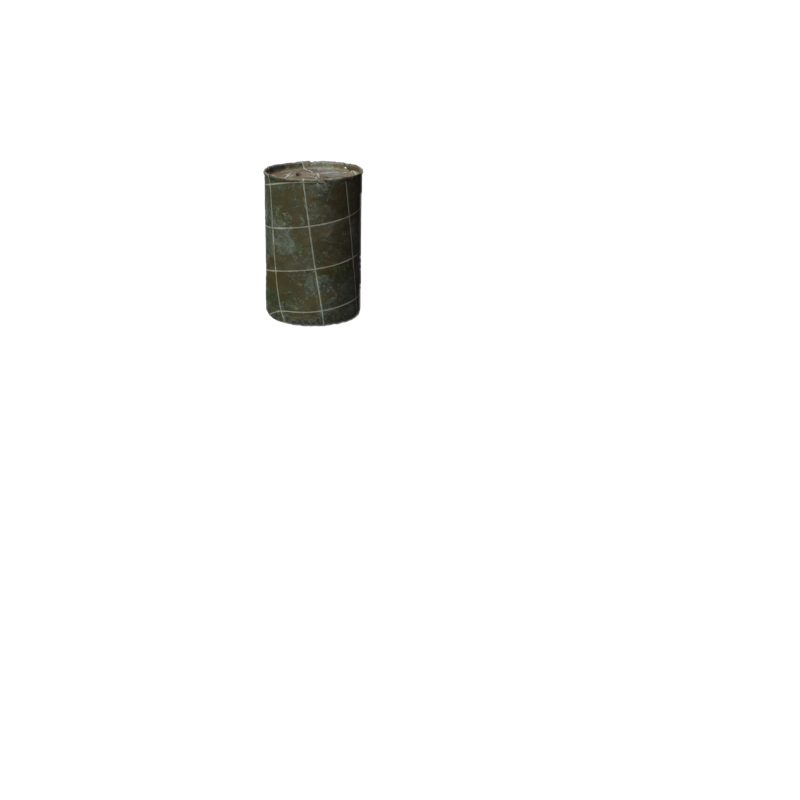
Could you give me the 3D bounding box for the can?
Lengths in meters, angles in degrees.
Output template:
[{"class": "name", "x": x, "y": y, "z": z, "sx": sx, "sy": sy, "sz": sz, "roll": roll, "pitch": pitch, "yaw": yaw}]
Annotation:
[{"class": "can", "x": -0.060, "y": -0.109, "z": 0.765, "sx": 0.068, "sy": 0.099, "sz": 0.071, "roll": 0, "pitch": 17, "yaw": -2}]
